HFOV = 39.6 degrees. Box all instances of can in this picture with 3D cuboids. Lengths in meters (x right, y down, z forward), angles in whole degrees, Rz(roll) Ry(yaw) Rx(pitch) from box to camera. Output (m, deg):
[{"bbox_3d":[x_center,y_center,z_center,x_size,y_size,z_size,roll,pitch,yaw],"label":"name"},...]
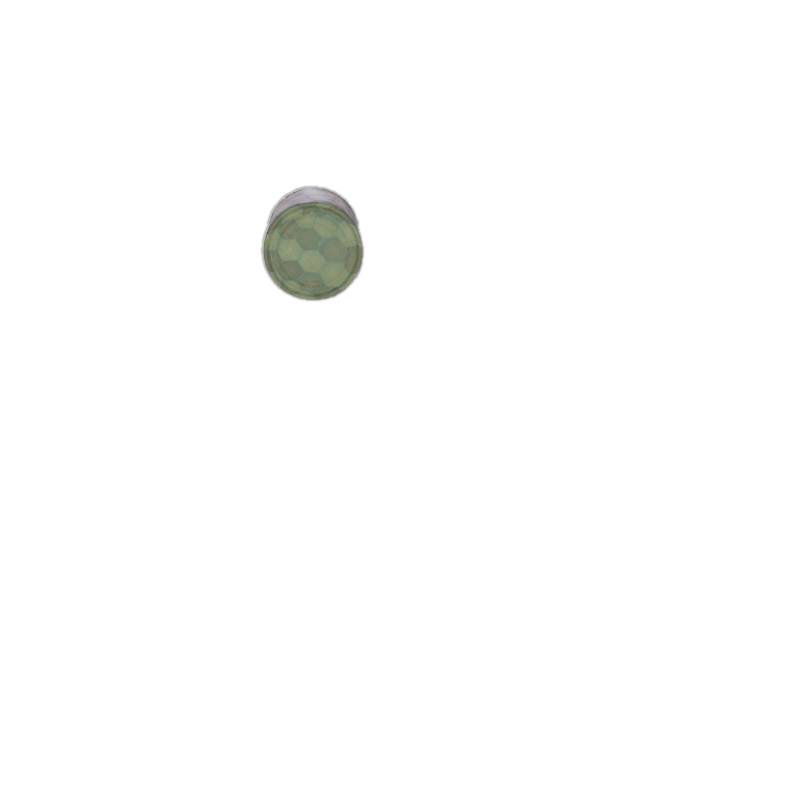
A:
[{"bbox_3d":[-0.060,-0.110,0.771,0.068,0.067,0.105,0,13,-3],"label":"can"}]
